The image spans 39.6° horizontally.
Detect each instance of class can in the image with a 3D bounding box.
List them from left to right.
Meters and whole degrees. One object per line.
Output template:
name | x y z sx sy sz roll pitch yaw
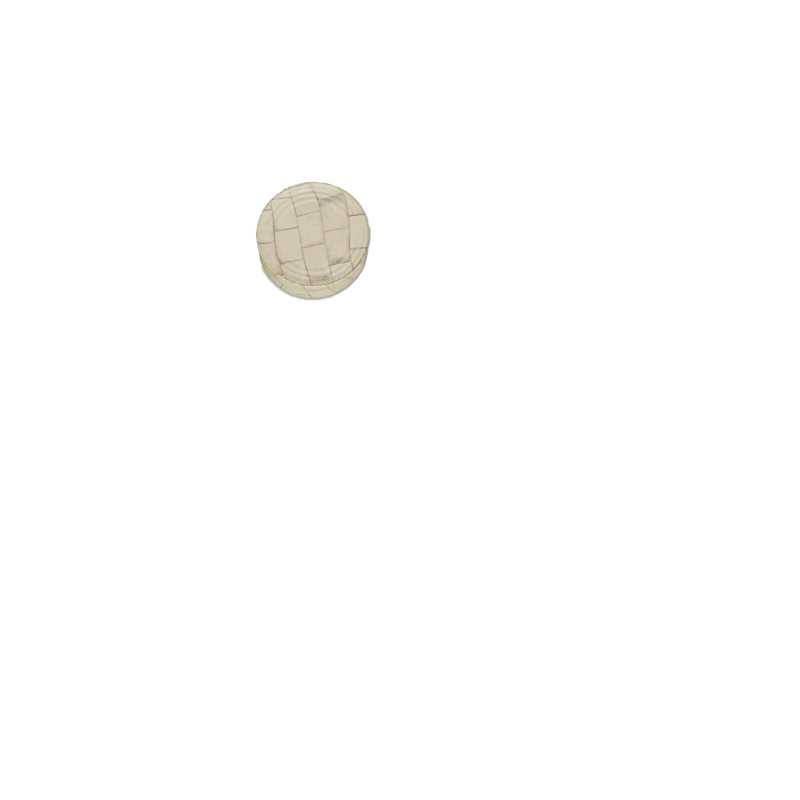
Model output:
can | -0.066 -0.121 0.844 0.086 0.090 0.032 -1 -21 -1
